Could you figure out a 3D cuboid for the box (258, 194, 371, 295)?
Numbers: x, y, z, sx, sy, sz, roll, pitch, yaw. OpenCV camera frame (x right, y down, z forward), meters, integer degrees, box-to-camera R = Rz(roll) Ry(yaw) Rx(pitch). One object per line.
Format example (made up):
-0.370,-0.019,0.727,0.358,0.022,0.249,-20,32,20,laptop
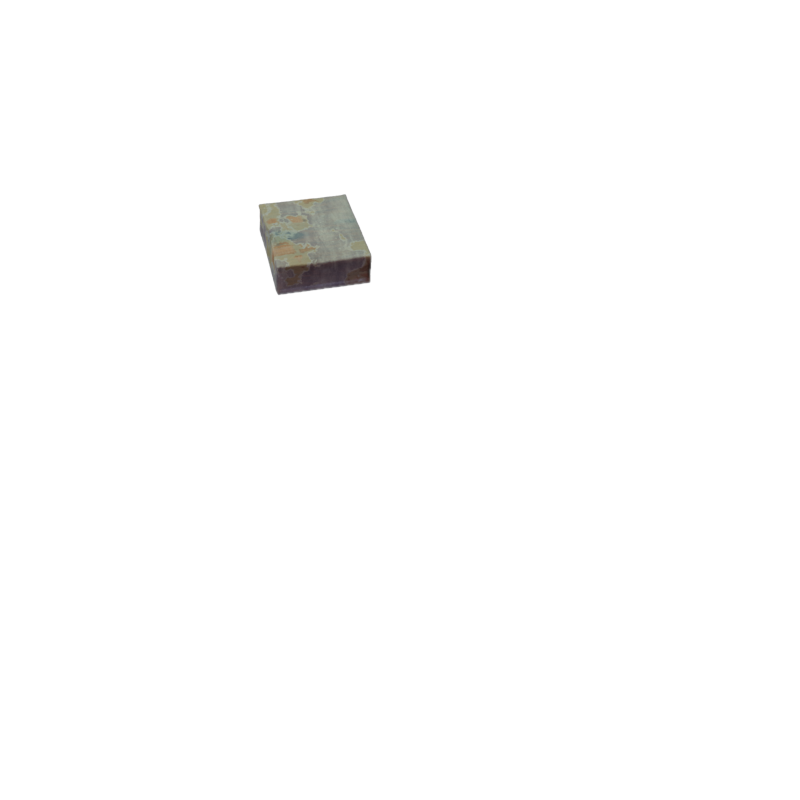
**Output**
-0.068,-0.123,0.863,0.072,0.028,0.096,-8,42,-10,box
